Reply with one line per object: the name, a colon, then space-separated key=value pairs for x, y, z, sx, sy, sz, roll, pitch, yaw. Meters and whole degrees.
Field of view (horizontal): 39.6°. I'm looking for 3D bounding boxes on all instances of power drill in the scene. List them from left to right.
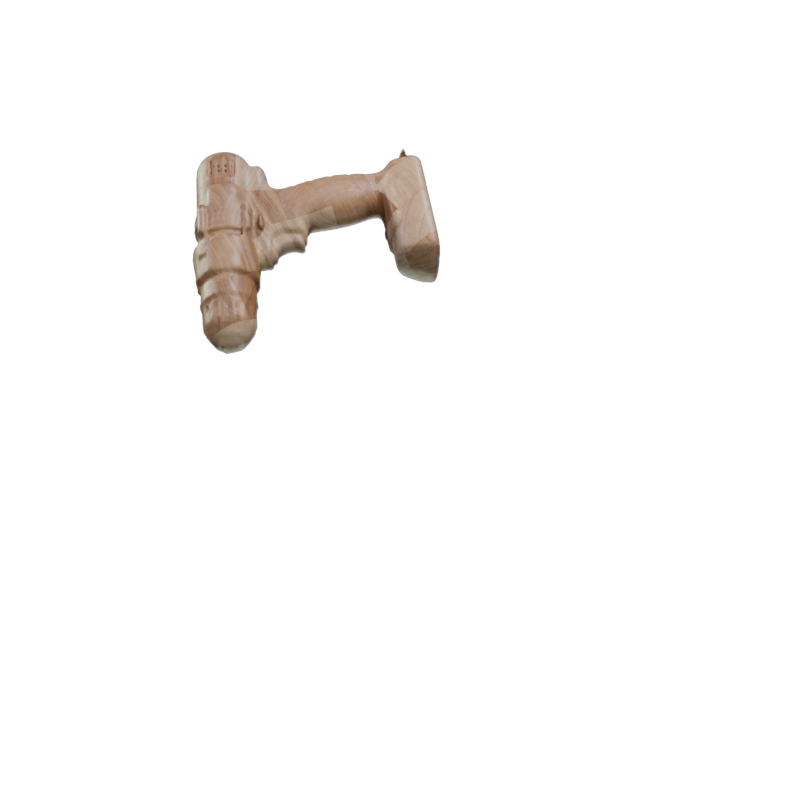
power drill: x=-0.067 y=-0.123 z=0.860 sx=0.187 sy=0.198 sz=0.054 roll=-5 pitch=-34 yaw=-4
